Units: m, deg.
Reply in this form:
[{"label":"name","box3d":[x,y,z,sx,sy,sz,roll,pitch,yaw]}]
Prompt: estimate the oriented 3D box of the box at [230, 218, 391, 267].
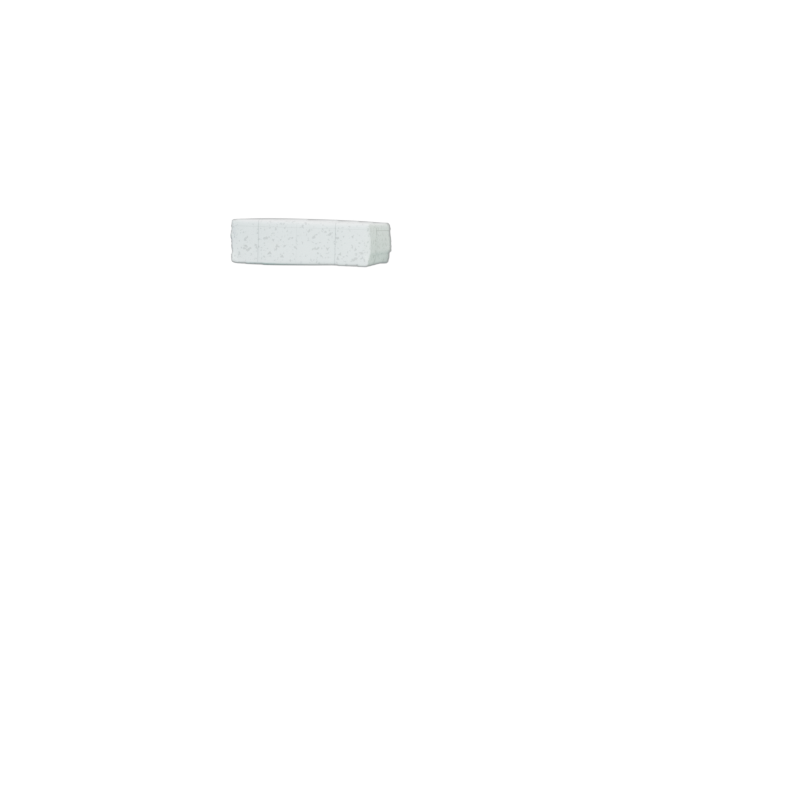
[{"label":"box","box3d":[-0.070,-0.128,0.894,0.115,0.039,0.089,2,7,12]}]
